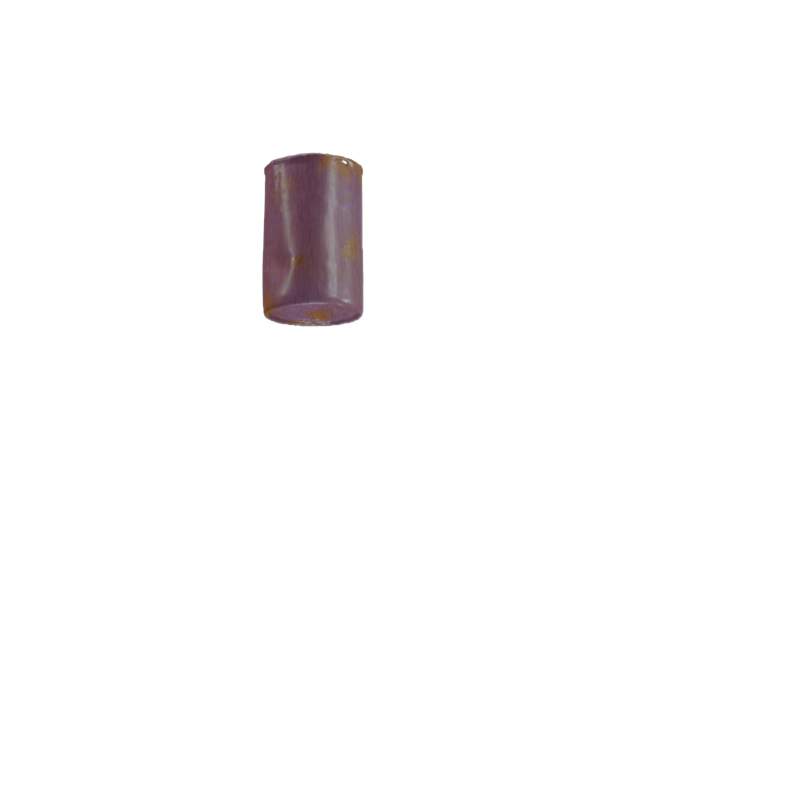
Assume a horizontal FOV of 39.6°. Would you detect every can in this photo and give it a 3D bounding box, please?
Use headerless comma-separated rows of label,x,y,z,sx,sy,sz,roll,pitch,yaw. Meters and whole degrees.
can,-0.058,-0.106,0.741,0.068,0.106,0.066,0,-14,-2
